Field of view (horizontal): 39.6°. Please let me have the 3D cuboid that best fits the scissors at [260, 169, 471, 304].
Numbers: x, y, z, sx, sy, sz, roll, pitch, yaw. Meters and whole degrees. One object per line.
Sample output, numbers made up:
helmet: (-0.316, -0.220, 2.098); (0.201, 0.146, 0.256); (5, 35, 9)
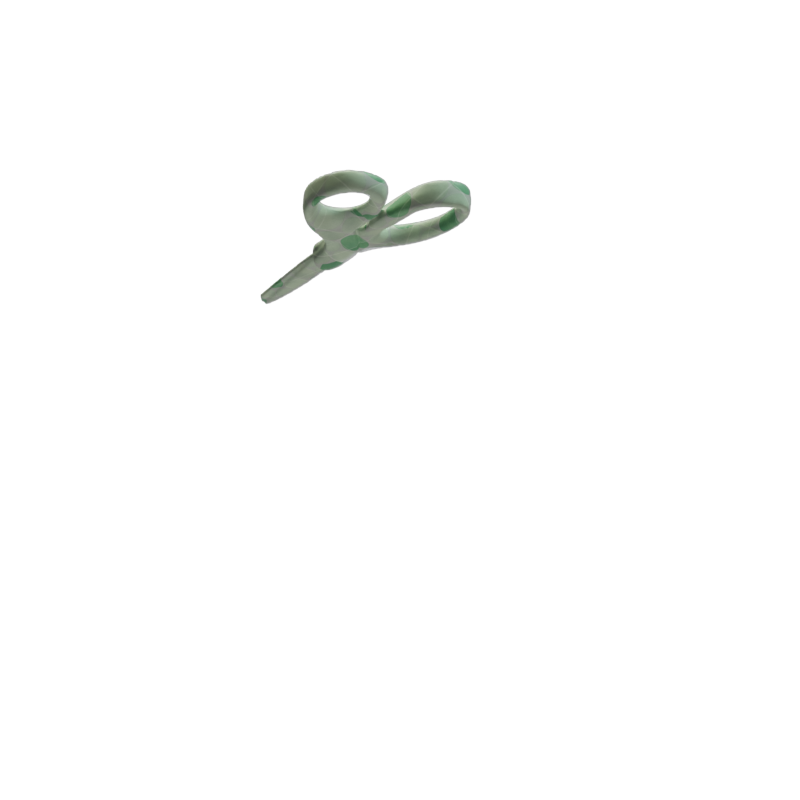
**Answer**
scissors: (-0.050, -0.090, 0.633); (0.091, 0.016, 0.204); (14, -21, -43)
